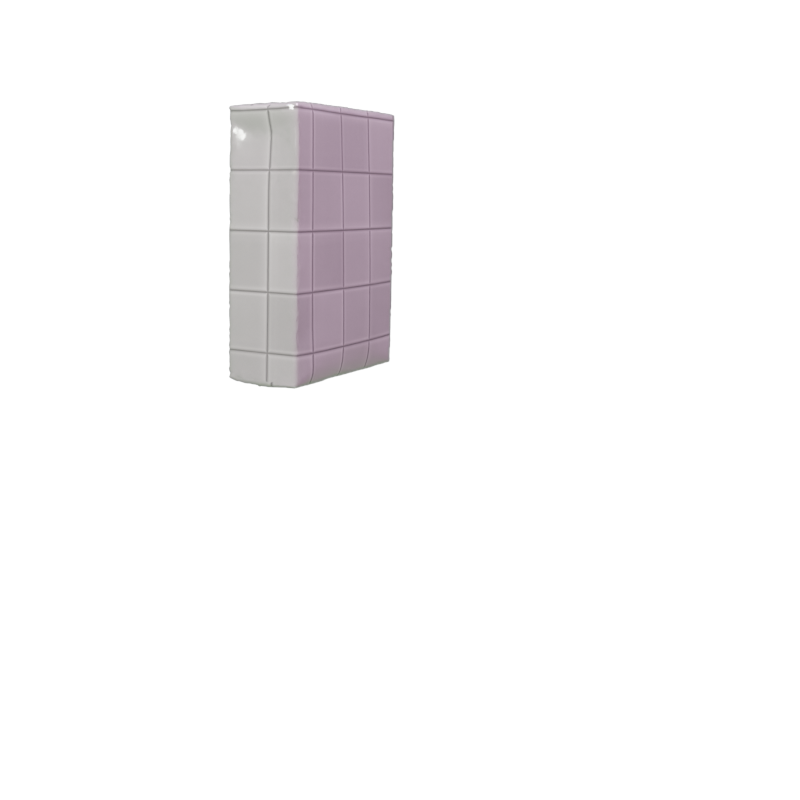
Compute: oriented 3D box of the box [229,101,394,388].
[{"bbox_3d":[-0.070,-0.128,0.895,0.074,0.212,0.160,2,5,27],"label":"box"}]
